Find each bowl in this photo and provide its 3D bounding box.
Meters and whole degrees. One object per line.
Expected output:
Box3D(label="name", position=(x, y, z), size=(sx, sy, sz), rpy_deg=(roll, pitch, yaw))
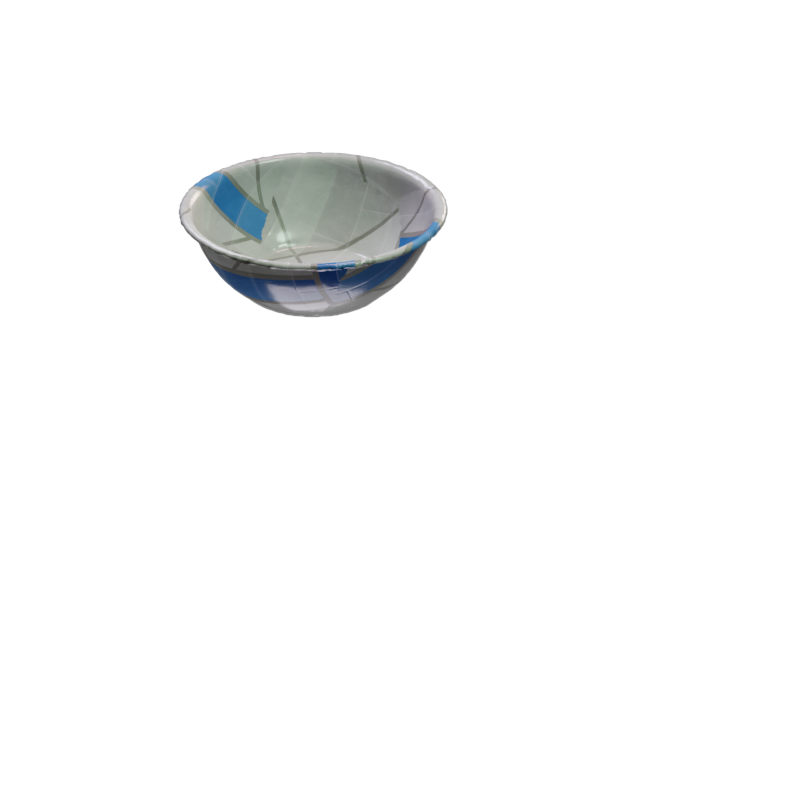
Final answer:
Box3D(label="bowl", position=(-0.053, -0.097, 0.679), size=(0.162, 0.052, 0.173), rpy_deg=(-1, 33, -2))
